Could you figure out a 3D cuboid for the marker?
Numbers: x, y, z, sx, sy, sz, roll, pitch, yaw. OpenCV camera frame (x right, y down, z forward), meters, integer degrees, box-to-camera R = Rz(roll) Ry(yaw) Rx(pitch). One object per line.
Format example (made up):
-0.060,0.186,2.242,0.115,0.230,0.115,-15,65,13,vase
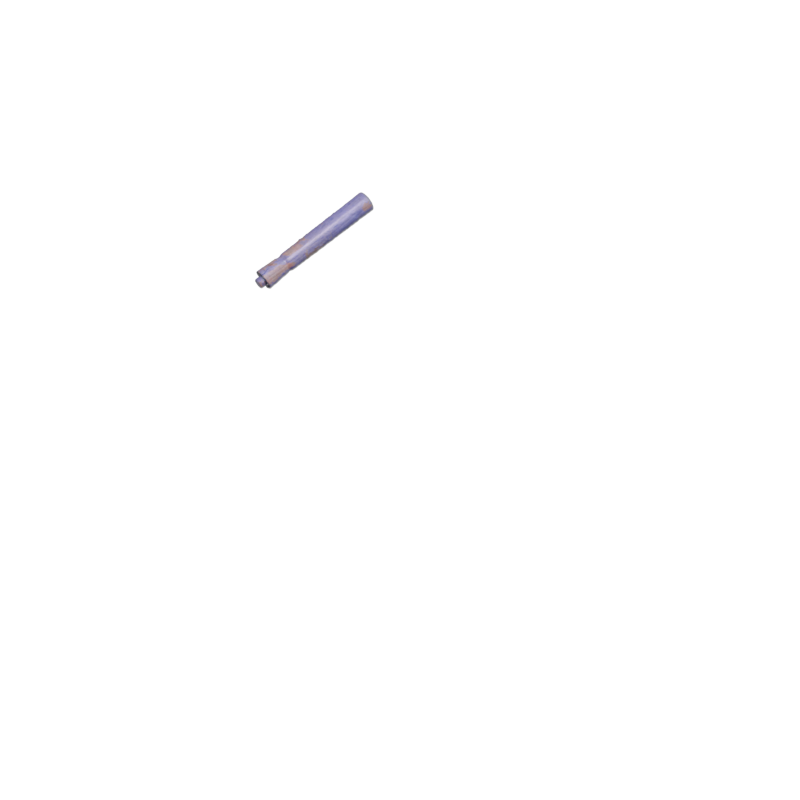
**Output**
-0.074,-0.134,0.941,0.122,0.019,0.020,-40,17,-15,marker
